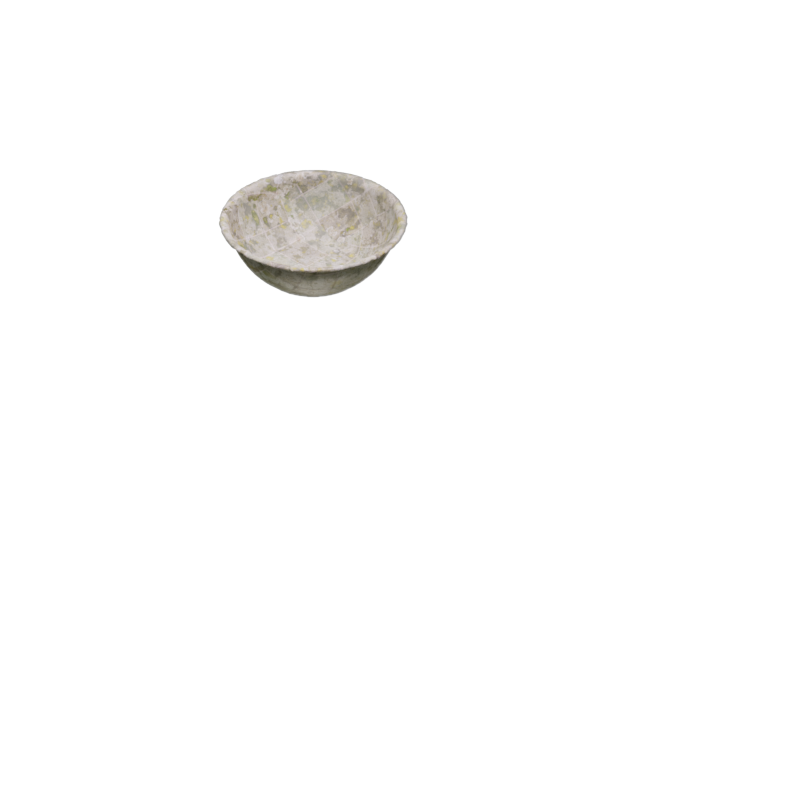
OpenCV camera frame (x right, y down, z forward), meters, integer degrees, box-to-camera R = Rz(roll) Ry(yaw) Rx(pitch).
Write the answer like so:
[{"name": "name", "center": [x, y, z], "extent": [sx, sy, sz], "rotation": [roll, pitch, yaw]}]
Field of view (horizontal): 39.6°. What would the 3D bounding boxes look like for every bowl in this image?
[{"name": "bowl", "center": [-0.076, -0.138, 0.969], "extent": [0.162, 0.051, 0.174], "rotation": [-1, 39, -2]}]
